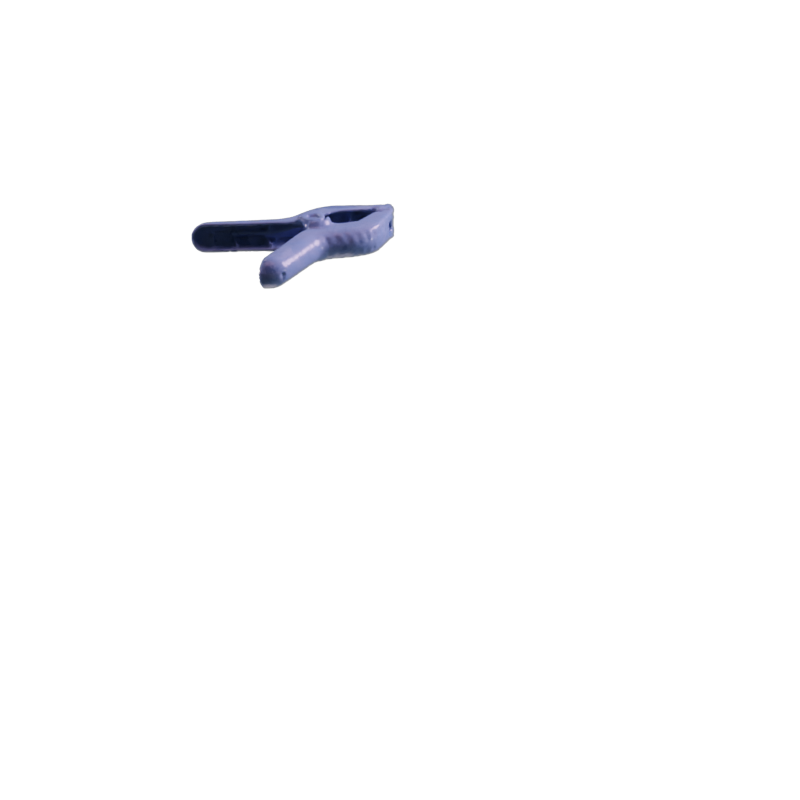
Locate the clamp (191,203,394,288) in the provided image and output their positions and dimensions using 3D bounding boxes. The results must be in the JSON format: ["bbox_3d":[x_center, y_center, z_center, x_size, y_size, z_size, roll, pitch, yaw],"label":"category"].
[{"bbox_3d":[-0.070,-0.128,0.894,0.169,0.037,0.129,-15,34,-23],"label":"clamp"}]
